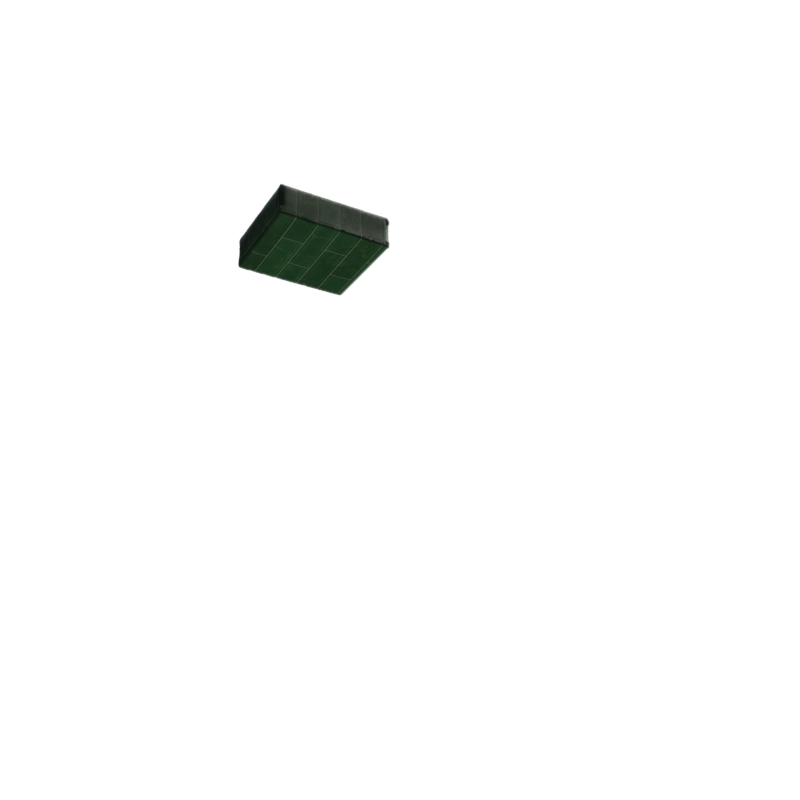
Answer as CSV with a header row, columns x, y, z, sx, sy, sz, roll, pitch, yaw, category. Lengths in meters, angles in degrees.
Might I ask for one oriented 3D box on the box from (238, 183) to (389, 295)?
x,y,z,sx,sy,sz,roll,pitch,yaw,category
-0.063,-0.115,0.805,0.086,0.032,0.071,15,-34,-24,box
